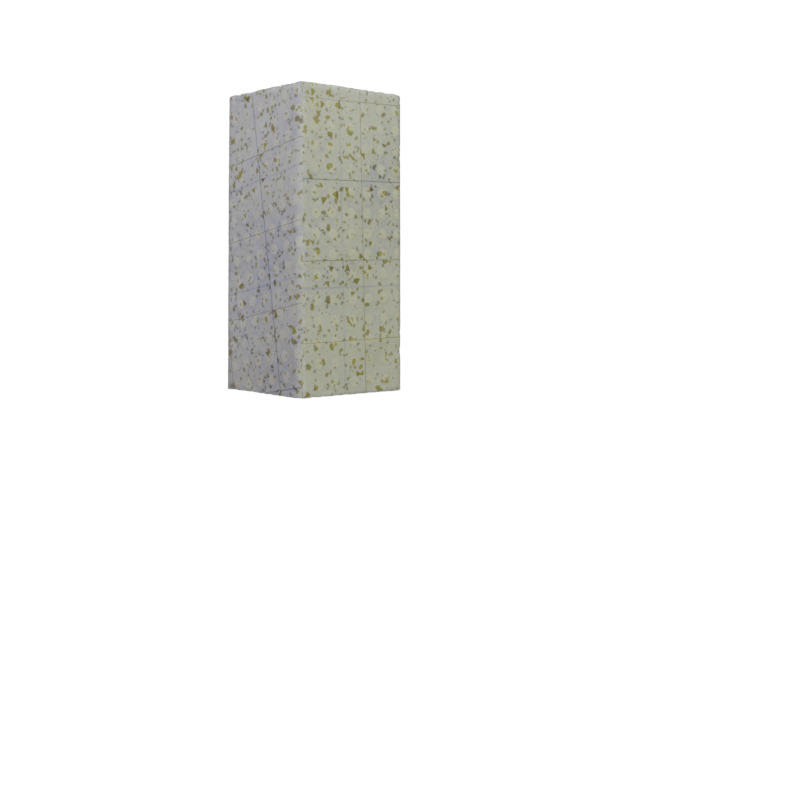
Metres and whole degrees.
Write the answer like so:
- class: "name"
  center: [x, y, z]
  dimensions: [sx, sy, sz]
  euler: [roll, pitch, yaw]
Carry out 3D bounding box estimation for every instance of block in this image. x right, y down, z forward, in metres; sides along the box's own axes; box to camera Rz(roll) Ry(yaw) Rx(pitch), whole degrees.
- class: "block"
  center: [-0.061, -0.111, 0.777]
  dimensions: [0.087, 0.207, 0.093]
  euler: [0, -1, -41]
